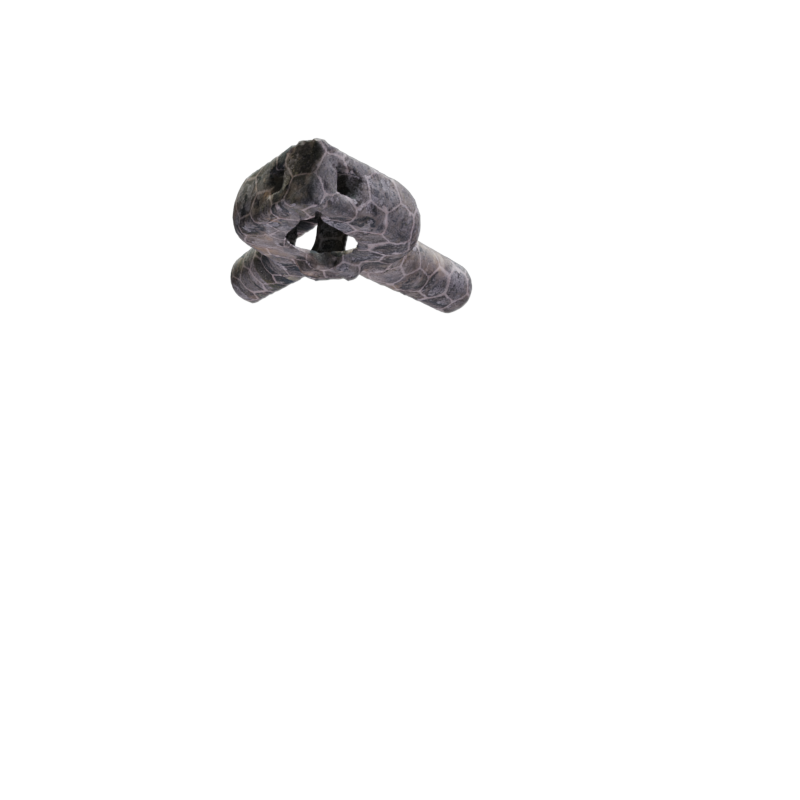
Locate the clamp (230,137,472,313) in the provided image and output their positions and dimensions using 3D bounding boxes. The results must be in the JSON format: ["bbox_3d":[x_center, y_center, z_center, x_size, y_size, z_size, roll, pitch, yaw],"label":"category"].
[{"bbox_3d":[-0.039,-0.071,0.498,0.122,0.041,0.162,-4,-15,13],"label":"clamp"}]
